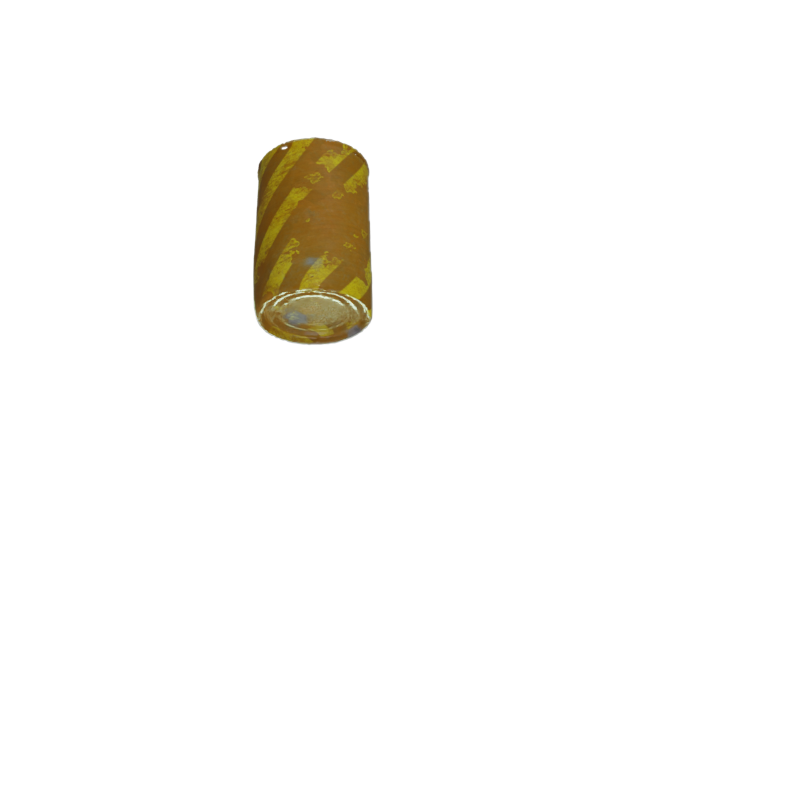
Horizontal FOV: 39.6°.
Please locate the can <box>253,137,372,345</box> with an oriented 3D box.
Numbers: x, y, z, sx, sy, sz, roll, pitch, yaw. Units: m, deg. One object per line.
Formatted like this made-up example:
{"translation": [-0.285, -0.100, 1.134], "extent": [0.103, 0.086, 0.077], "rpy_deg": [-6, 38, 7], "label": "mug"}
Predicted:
{"translation": [-0.050, -0.092, 0.645], "extent": [0.068, 0.109, 0.064], "rpy_deg": [0, -30, -2], "label": "can"}
